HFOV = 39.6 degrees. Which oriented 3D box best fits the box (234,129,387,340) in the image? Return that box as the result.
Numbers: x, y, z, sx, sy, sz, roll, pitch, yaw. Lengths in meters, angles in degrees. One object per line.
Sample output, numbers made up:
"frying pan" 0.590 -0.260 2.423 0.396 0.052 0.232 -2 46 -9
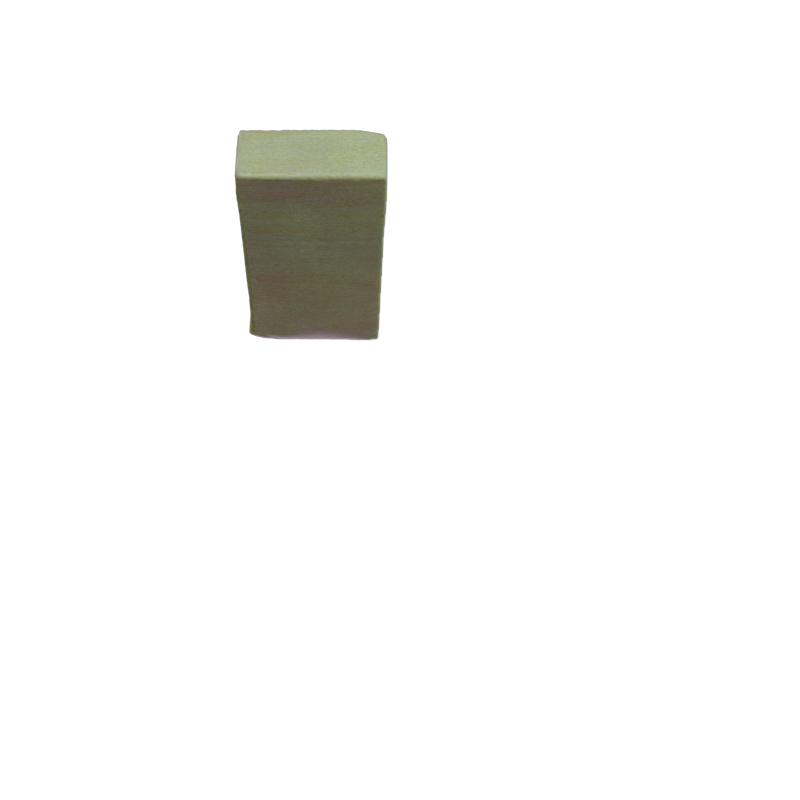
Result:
"box" -0.057 -0.105 0.730 0.093 0.051 0.165 2 -35 -2
